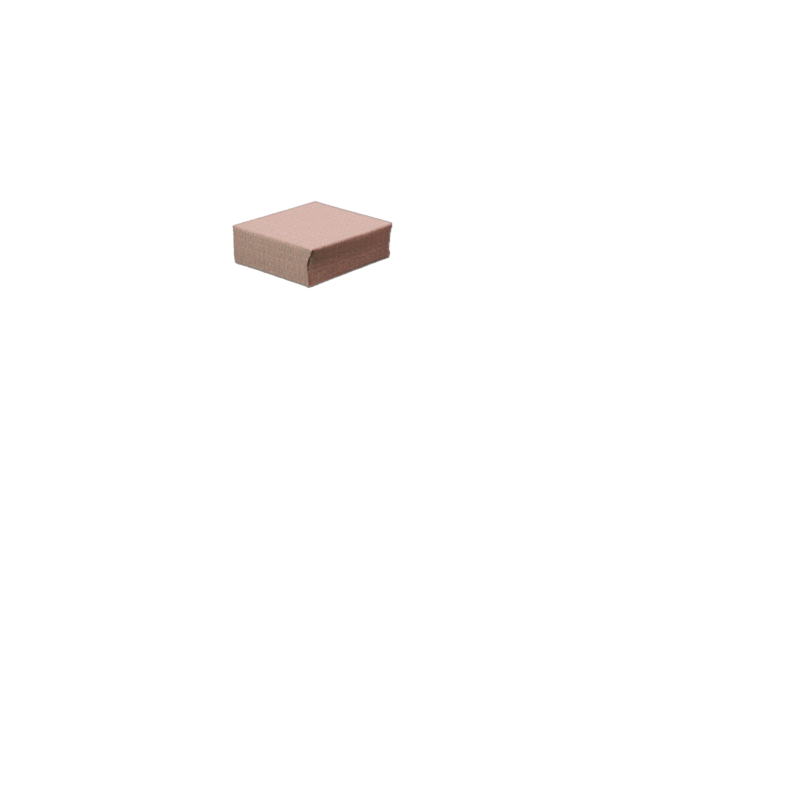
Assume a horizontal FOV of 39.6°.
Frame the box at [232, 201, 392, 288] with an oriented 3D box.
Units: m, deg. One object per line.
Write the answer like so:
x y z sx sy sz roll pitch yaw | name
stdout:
-0.075 -0.137 0.959 0.095 0.037 0.113 19 31 34 | box
